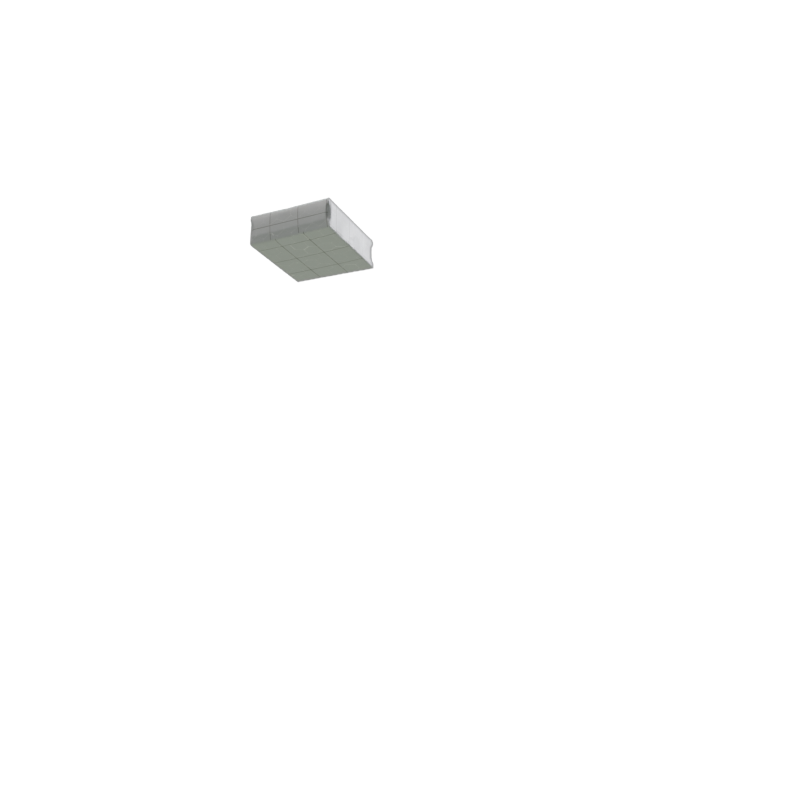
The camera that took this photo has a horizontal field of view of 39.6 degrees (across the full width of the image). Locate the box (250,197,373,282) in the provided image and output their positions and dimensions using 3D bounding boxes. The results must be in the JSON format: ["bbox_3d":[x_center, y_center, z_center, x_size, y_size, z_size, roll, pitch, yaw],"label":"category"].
[{"bbox_3d":[-0.072,-0.132,0.925,0.074,0.032,0.083,-9,-21,23],"label":"box"}]
